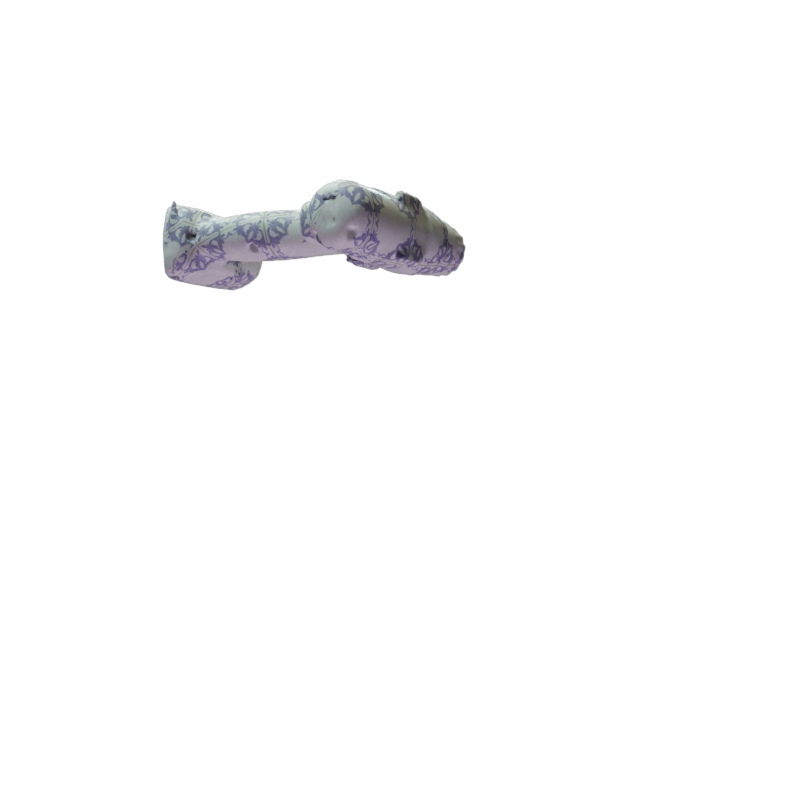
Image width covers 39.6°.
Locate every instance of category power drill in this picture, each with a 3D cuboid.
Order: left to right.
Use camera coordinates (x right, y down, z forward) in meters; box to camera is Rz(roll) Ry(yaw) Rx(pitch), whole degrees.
[{"bbox_3d":[-0.063,-0.116,0.810,0.193,0.059,0.175,-3,-6,29],"label":"power drill"}]
